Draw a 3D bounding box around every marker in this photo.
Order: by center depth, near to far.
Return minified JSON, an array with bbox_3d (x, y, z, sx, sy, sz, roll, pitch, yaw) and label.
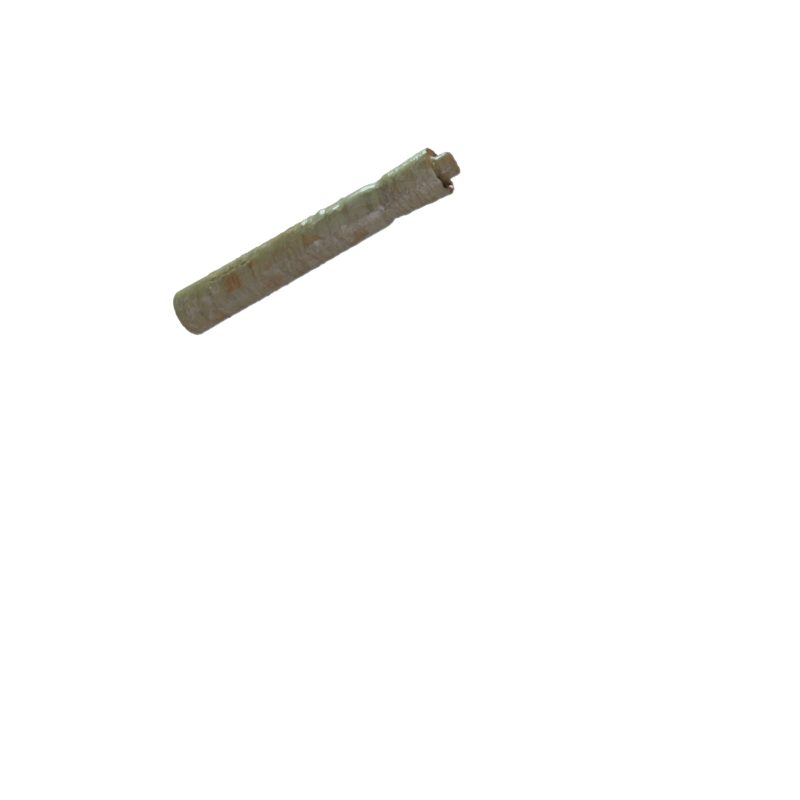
[{"bbox_3d":[-0.032,-0.058,0.408,0.121,0.020,0.019,-26,-6,22],"label":"marker"}]
